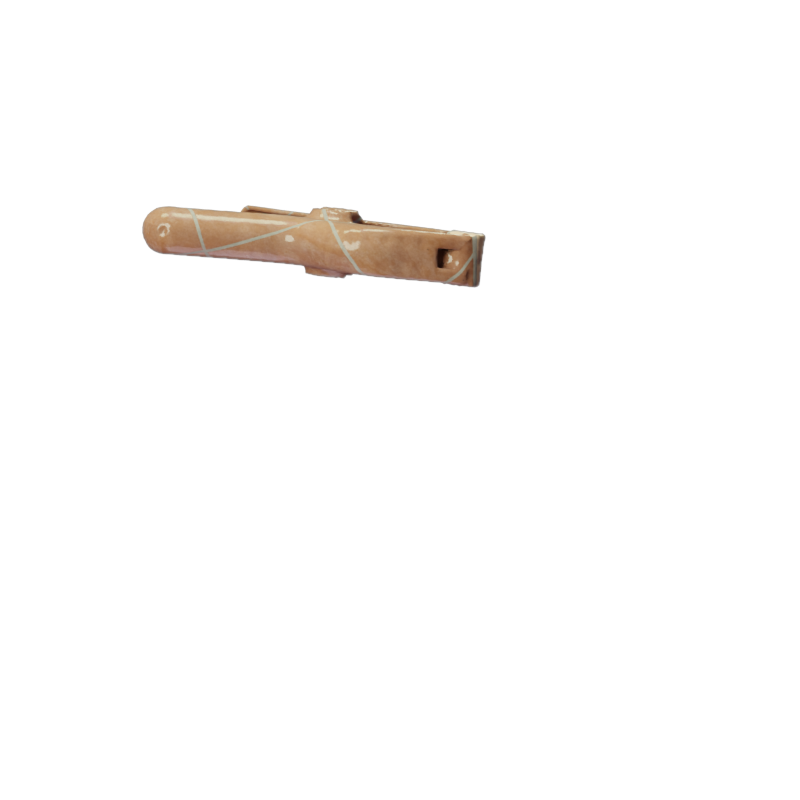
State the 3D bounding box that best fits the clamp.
[{"bbox_3d":[-0.045,-0.083,0.581,0.179,0.038,0.118,9,17,29],"label":"clamp"}]
